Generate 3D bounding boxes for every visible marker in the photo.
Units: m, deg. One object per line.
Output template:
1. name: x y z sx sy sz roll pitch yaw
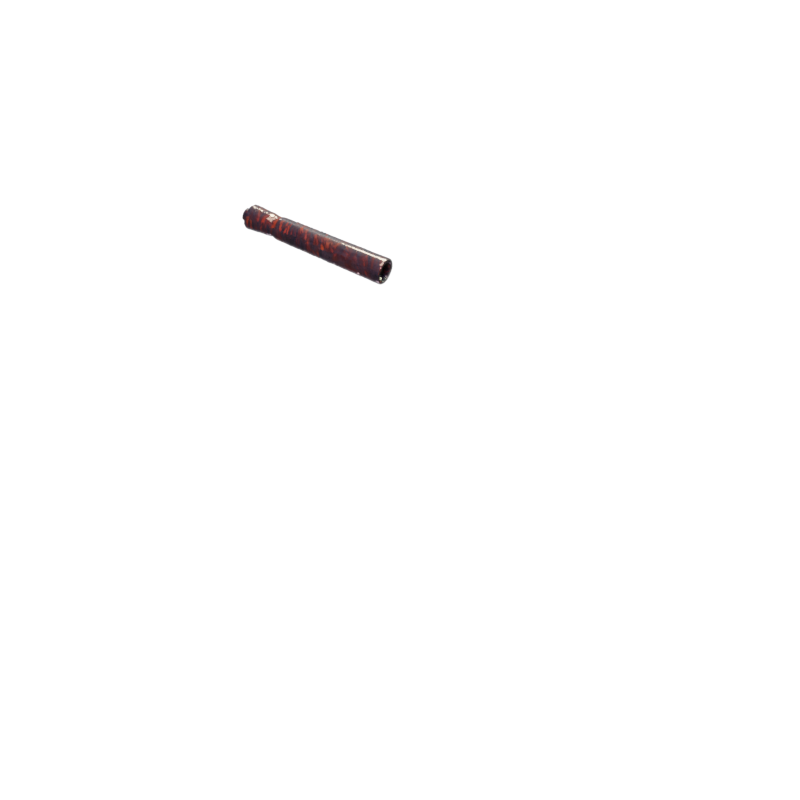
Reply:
1. marker: -0.061 -0.111 0.780 0.127 0.019 0.019 26 15 27
